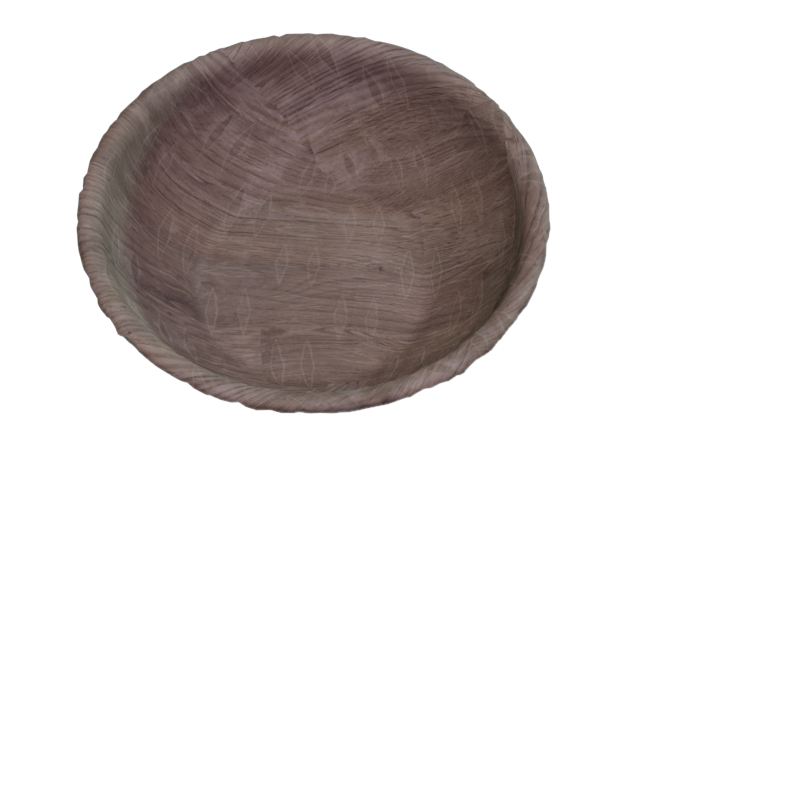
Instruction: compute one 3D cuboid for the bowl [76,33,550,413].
[{"bbox_3d":[-0.031,-0.057,0.401,0.162,0.173,0.052,-1,-32,-1],"label":"bowl"}]
